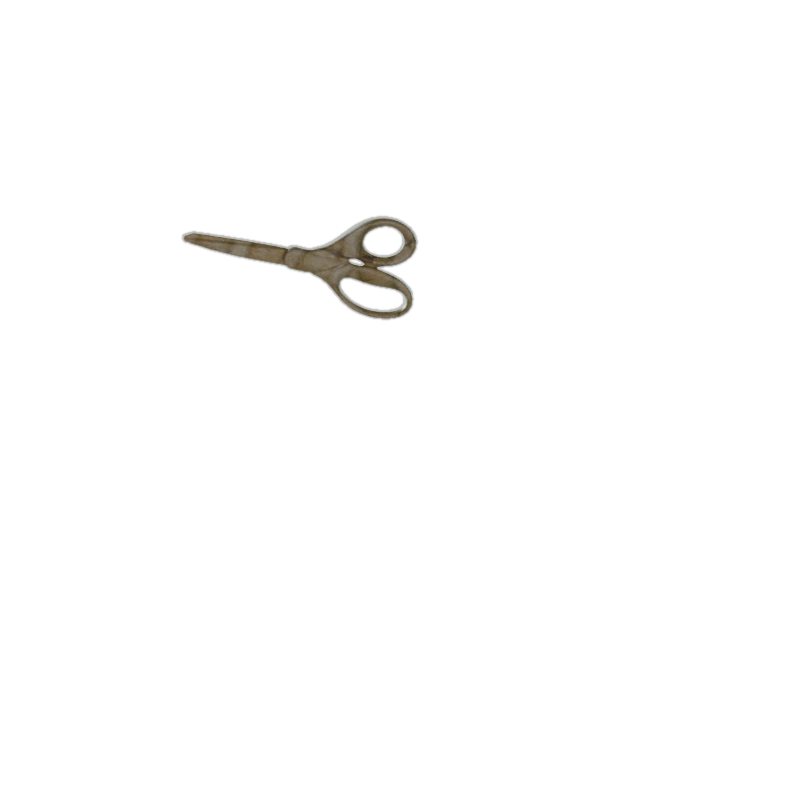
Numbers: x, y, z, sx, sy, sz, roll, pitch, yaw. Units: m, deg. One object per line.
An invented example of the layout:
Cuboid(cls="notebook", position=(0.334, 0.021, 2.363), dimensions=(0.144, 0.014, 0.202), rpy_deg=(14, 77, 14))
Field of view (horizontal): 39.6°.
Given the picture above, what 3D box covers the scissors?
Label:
Cuboid(cls="scissors", position=(-0.074, -0.135, 0.943), dimensions=(0.199, 0.095, 0.016), rpy_deg=(26, 11, -5))
